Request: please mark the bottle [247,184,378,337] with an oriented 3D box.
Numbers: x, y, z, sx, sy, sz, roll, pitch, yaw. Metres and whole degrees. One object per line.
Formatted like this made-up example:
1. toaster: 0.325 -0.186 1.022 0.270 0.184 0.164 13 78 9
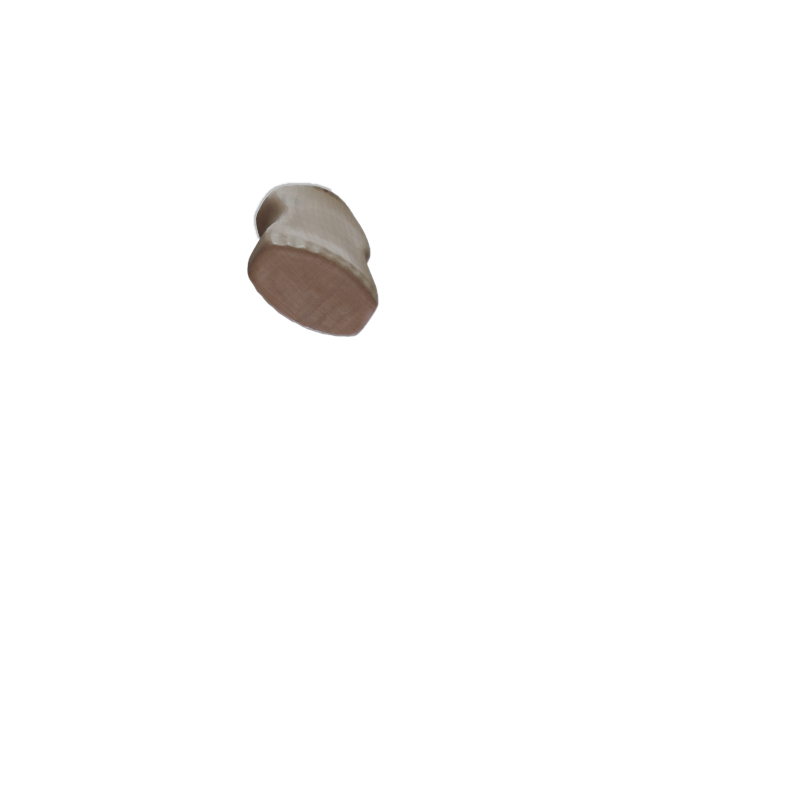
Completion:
1. bottle: -0.068 -0.123 0.867 0.093 0.057 0.203 26 24 -16
